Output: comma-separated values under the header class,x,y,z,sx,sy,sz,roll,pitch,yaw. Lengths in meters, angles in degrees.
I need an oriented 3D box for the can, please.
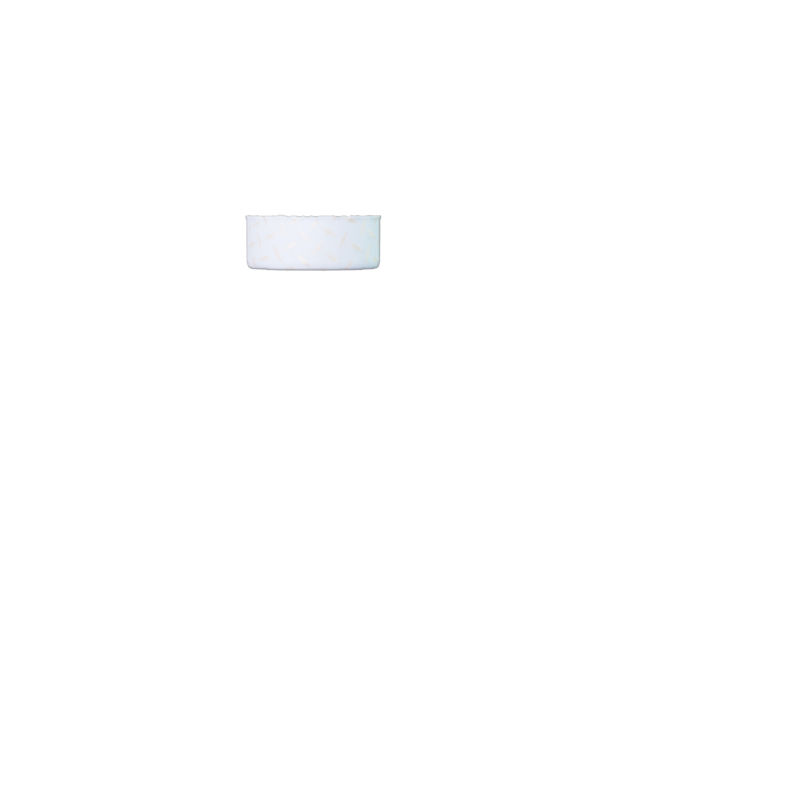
class,x,y,z,sx,sy,sz,roll,pitch,yaw
can,-0.055,-0.100,0.699,0.086,0.033,0.087,0,8,-2
